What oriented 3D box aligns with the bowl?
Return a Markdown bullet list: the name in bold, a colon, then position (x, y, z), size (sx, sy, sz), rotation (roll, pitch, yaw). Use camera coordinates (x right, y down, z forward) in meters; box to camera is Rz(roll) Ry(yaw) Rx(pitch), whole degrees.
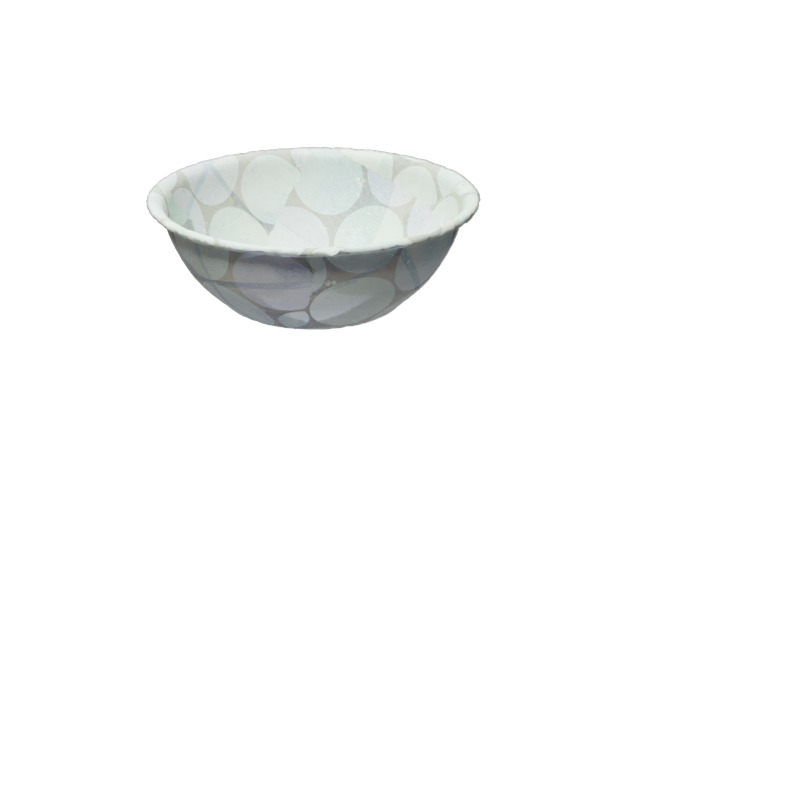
- **bowl**: position (-0.043, -0.078, 0.549), size (0.162, 0.052, 0.171), rotation (-1, 27, -2)
